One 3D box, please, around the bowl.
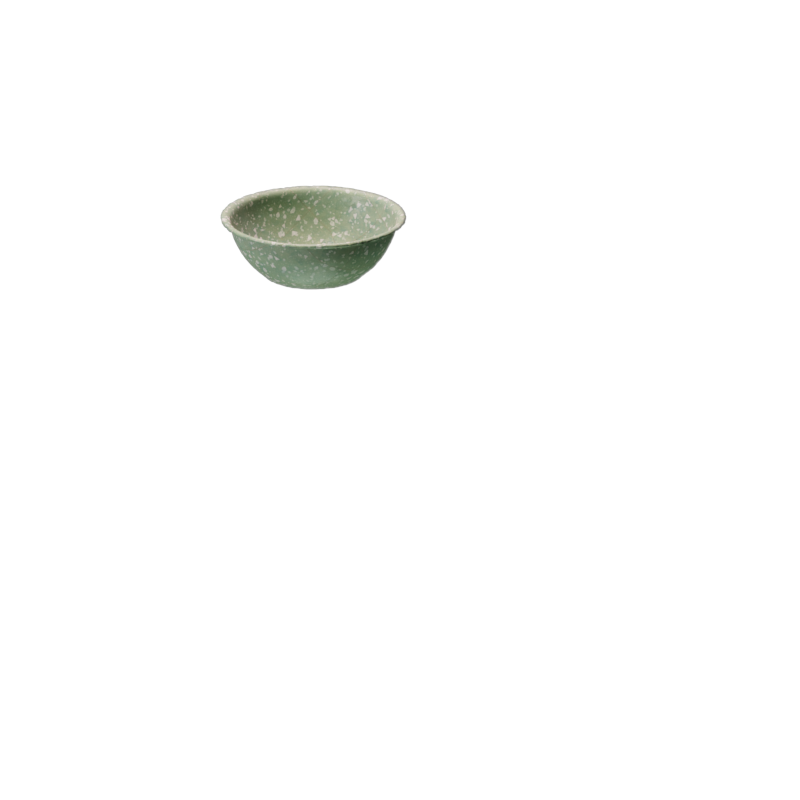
[{"bbox_3d":[-0.076,-0.139,0.975,0.162,0.052,0.171,-1,26,-2],"label":"bowl"}]
